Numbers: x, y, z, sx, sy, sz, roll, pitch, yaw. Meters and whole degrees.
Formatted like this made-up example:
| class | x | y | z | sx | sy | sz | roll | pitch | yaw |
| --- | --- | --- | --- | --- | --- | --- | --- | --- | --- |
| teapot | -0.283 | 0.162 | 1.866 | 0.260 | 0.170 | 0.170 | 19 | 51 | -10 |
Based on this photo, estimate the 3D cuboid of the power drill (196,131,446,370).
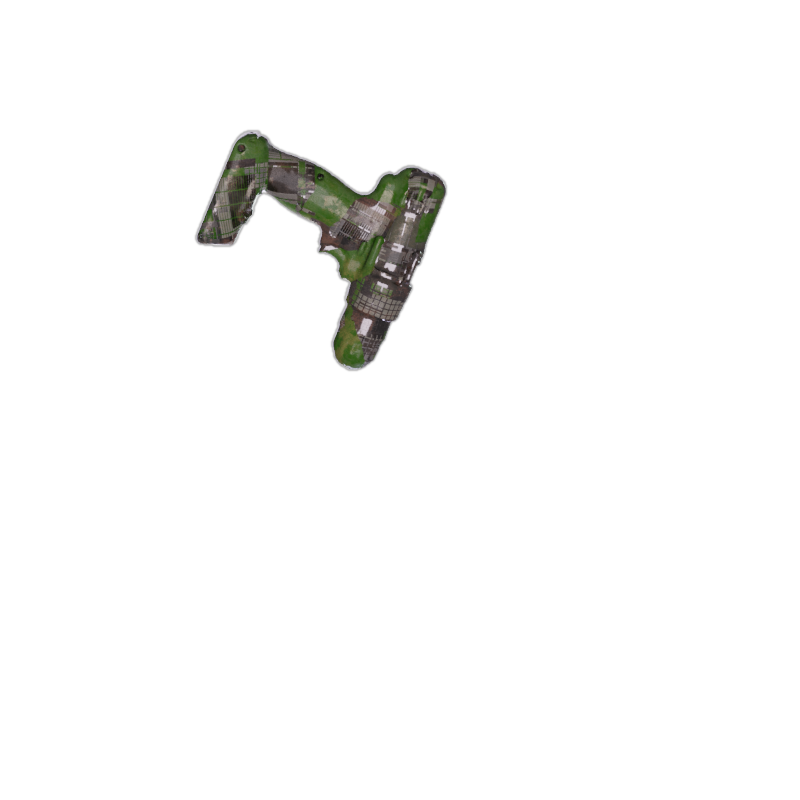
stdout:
| class | x | y | z | sx | sy | sz | roll | pitch | yaw |
| --- | --- | --- | --- | --- | --- | --- | --- | --- | --- |
| power drill | -0.074 | -0.135 | 0.947 | 0.186 | 0.182 | 0.059 | 22 | 8 | -4 |
